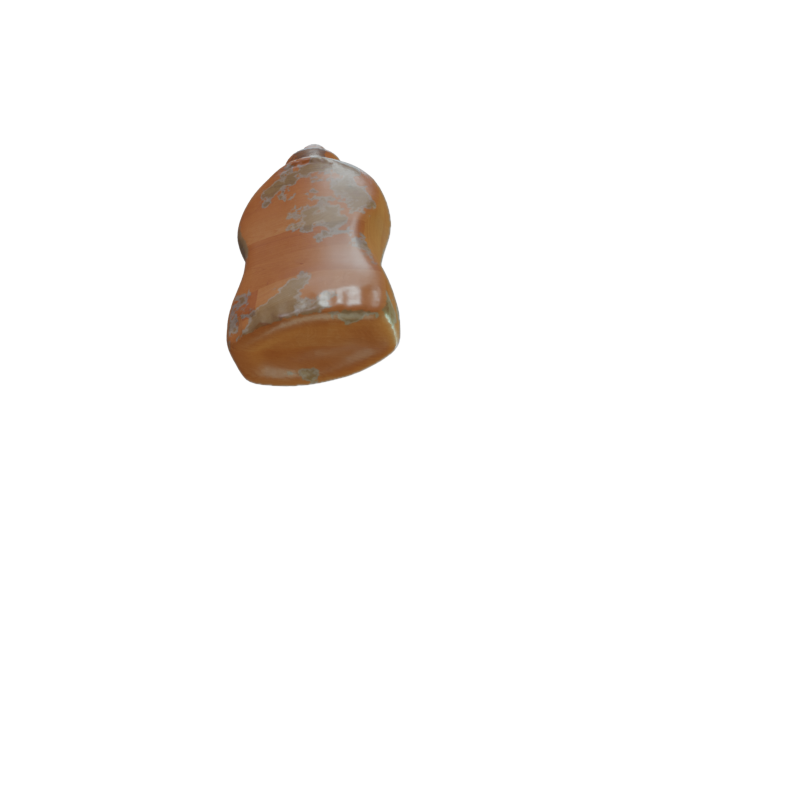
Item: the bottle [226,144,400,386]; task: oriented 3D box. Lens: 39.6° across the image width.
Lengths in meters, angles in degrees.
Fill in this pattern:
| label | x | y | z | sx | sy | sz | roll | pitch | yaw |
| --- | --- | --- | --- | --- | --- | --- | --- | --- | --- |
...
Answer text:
| label | x | y | z | sx | sy | sz | roll | pitch | yaw |
| --- | --- | --- | --- | --- | --- | --- | --- | --- | --- |
| bottle | -0.054 | -0.097 | 0.685 | 0.097 | 0.206 | 0.054 | -15 | -47 | 11 |
